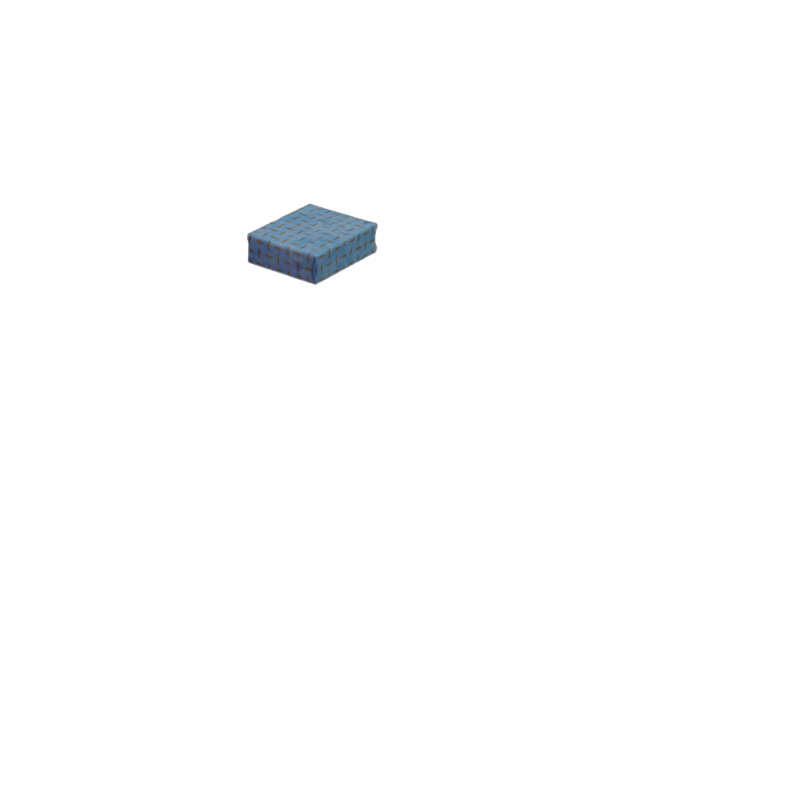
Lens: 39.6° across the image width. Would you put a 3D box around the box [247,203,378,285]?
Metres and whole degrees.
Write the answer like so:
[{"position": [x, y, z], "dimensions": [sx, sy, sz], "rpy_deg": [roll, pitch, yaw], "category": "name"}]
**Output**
[{"position": [-0.073, -0.133, 0.929], "dimensions": [0.077, 0.028, 0.090], "rpy_deg": [20, 35, 30], "category": "box"}]
